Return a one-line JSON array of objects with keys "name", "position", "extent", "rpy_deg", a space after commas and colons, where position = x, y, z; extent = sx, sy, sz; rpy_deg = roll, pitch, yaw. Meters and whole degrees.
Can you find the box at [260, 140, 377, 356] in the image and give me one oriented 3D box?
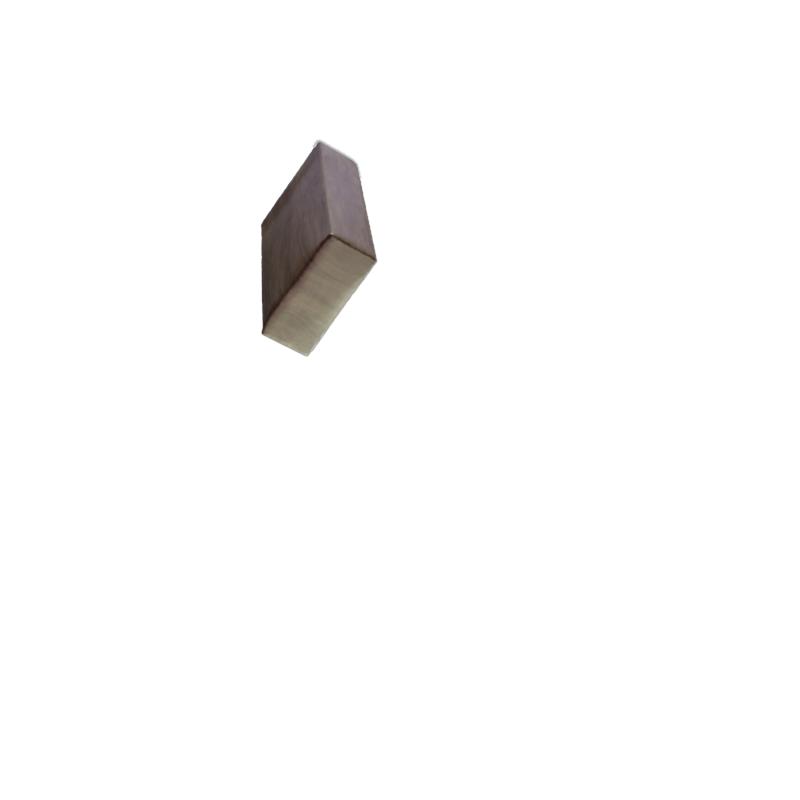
[{"name": "box", "position": [-0.065, -0.119, 0.832], "extent": [0.046, 0.091, 0.187], "rpy_deg": [30, 25, -20]}]
